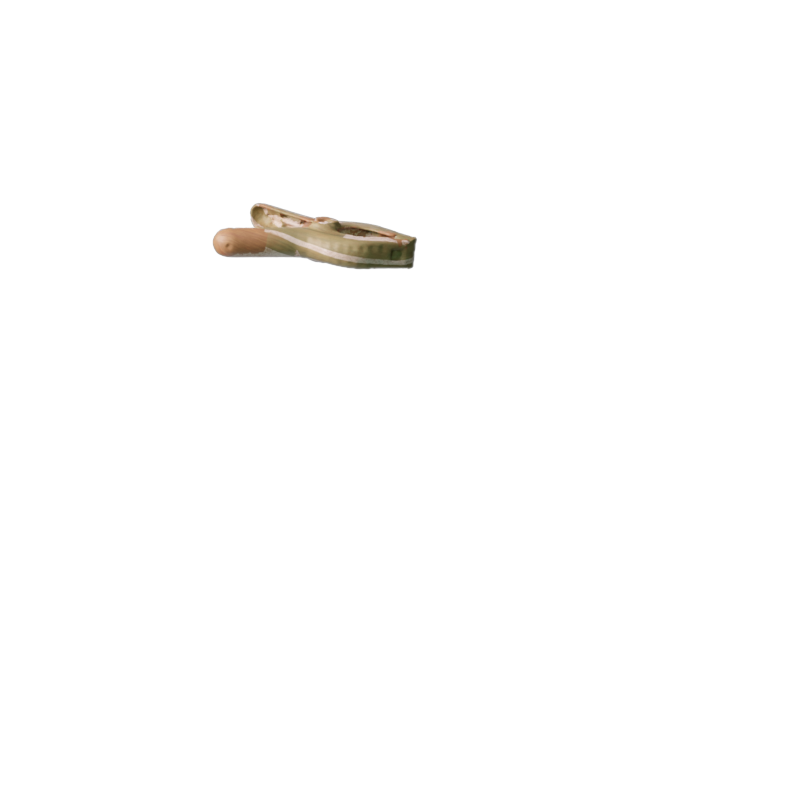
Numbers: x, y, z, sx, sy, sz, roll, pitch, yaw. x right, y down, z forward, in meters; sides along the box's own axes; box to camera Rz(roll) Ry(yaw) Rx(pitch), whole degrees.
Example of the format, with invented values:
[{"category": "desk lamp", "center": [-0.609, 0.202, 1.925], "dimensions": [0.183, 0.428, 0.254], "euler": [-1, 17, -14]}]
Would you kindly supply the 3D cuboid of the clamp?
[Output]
[{"category": "clamp", "center": [-0.076, -0.138, 0.965], "dimensions": [0.177, 0.037, 0.122], "euler": [10, 29, 19]}]
